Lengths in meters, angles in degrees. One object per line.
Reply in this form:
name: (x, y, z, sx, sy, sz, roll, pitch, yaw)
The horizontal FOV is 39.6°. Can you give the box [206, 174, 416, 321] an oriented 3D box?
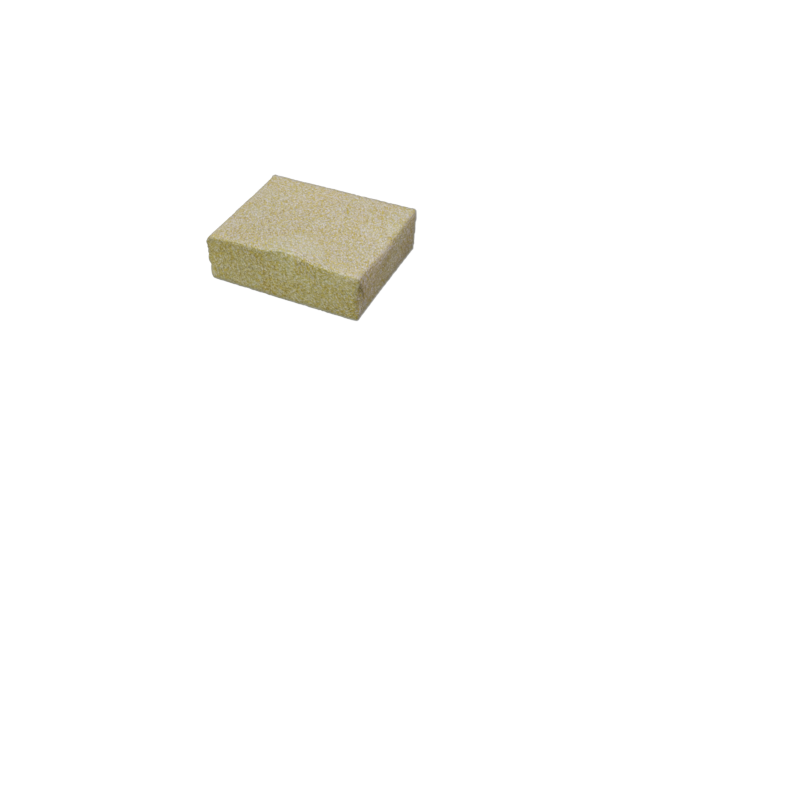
box: (-0.046, -0.084, 0.588, 0.093, 0.028, 0.075, 17, 41, 20)
